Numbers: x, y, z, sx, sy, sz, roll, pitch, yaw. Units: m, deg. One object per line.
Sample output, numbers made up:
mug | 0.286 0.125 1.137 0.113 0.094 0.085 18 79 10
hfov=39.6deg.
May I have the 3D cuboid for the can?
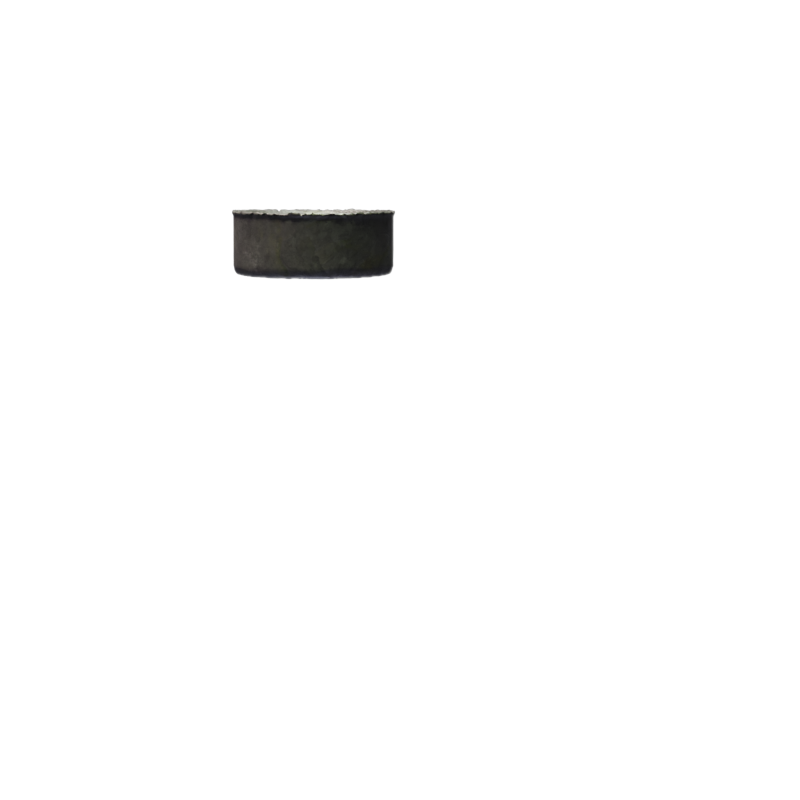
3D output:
can | -0.046 -0.083 0.585 0.086 0.033 0.087 0 10 -2
